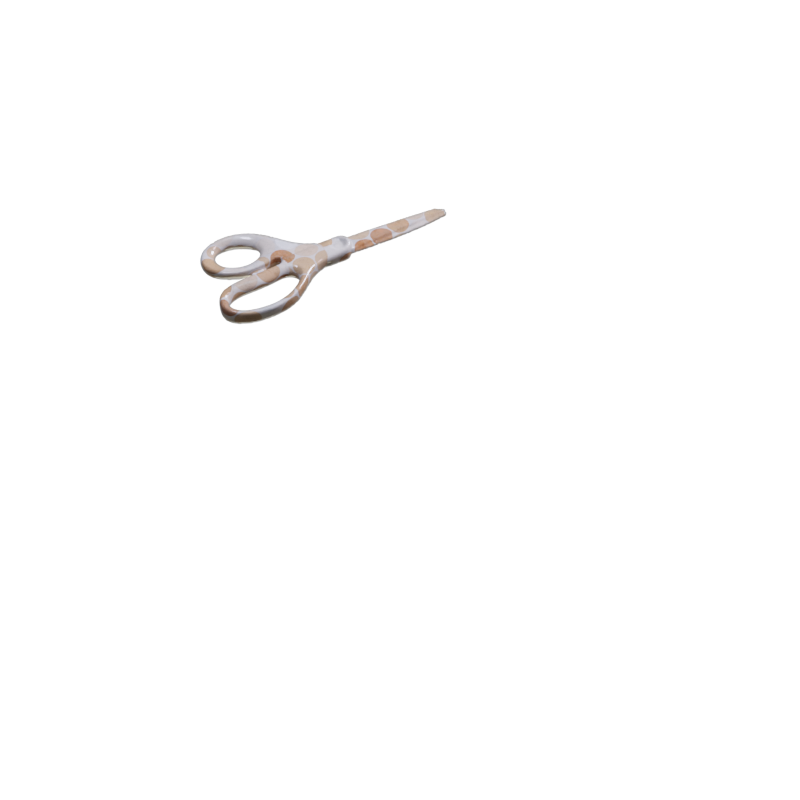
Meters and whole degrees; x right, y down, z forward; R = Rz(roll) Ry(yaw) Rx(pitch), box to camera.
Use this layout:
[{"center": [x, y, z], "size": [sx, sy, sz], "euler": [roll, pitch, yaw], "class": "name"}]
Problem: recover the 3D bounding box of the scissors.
[{"center": [-0.066, -0.121, 0.849], "size": [0.102, 0.015, 0.203], "euler": [34, 54, 29], "class": "scissors"}]
